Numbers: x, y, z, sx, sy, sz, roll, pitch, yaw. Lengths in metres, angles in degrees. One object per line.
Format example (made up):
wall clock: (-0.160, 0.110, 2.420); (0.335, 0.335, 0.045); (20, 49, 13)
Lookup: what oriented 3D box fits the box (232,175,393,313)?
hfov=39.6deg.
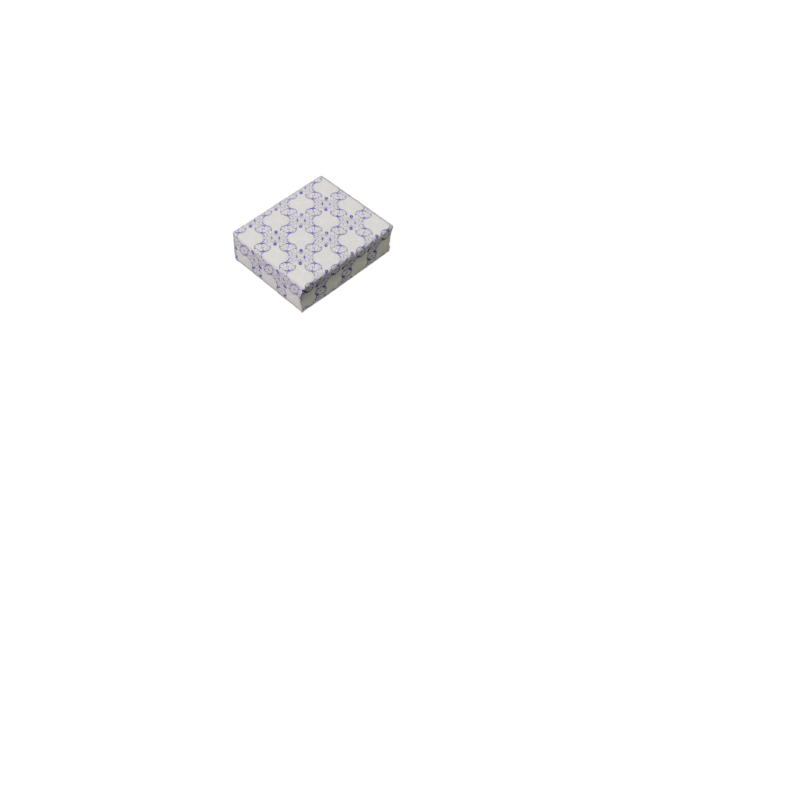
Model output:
box: (-0.076, -0.139, 0.973); (0.095, 0.036, 0.115); (36, 58, 26)
